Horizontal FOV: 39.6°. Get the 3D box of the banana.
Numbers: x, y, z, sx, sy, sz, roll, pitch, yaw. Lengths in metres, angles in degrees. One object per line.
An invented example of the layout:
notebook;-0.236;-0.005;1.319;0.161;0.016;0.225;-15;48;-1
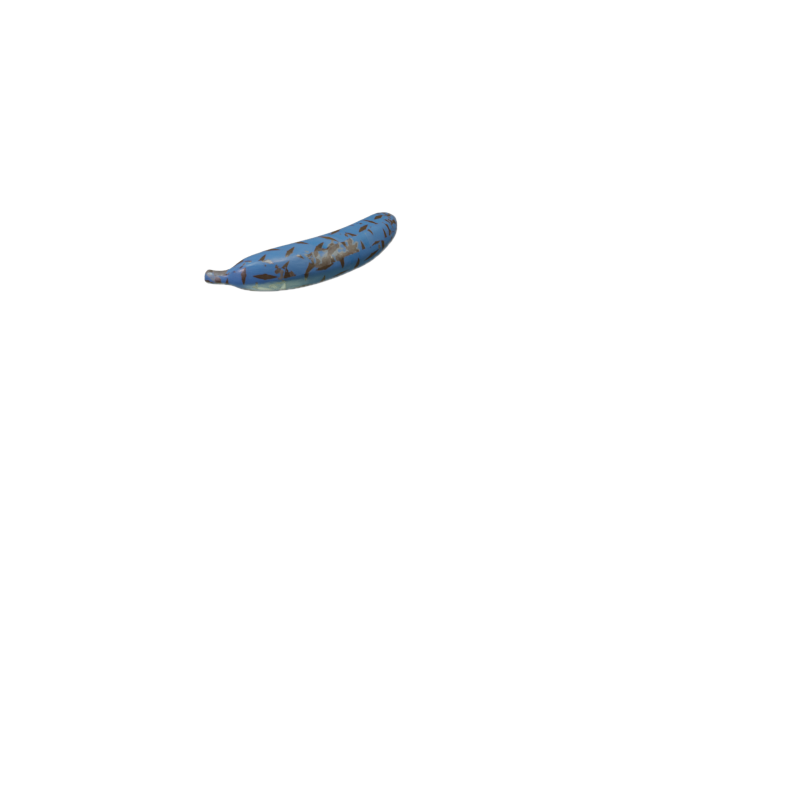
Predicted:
banana;-0.067;-0.129;0.950;0.195;0.035;0.075;-21;36;-31
